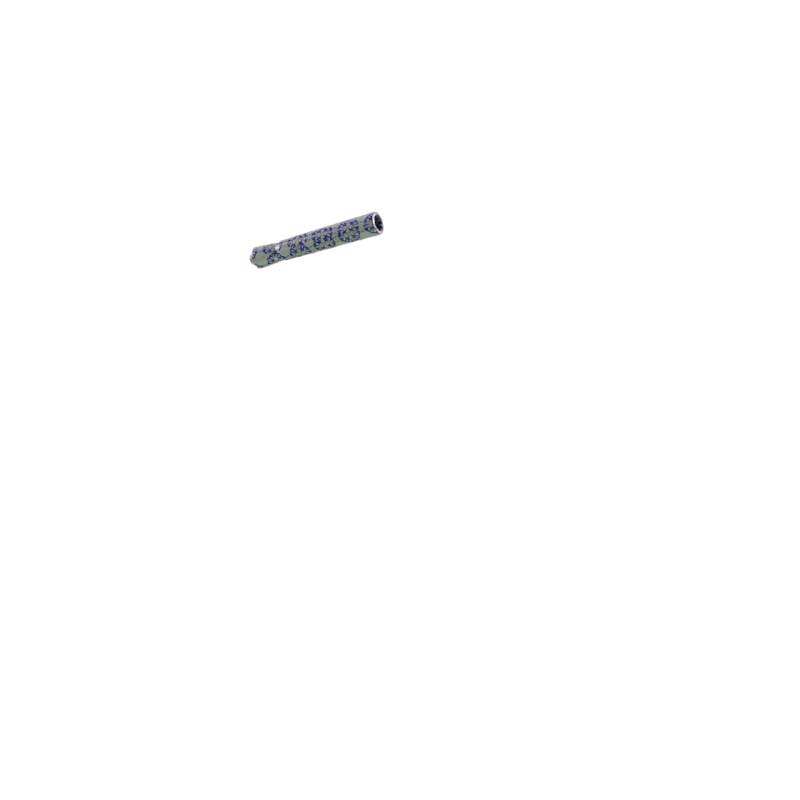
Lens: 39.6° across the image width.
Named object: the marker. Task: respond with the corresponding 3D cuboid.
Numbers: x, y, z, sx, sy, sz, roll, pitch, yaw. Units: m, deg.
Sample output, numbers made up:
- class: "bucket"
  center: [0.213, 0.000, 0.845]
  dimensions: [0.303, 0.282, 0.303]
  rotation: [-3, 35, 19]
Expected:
- class: "marker"
  center: [-0.070, -0.128, 0.895]
  dimensions: [0.123, 0.020, 0.019]
  rotation: [-12, -2, 28]
